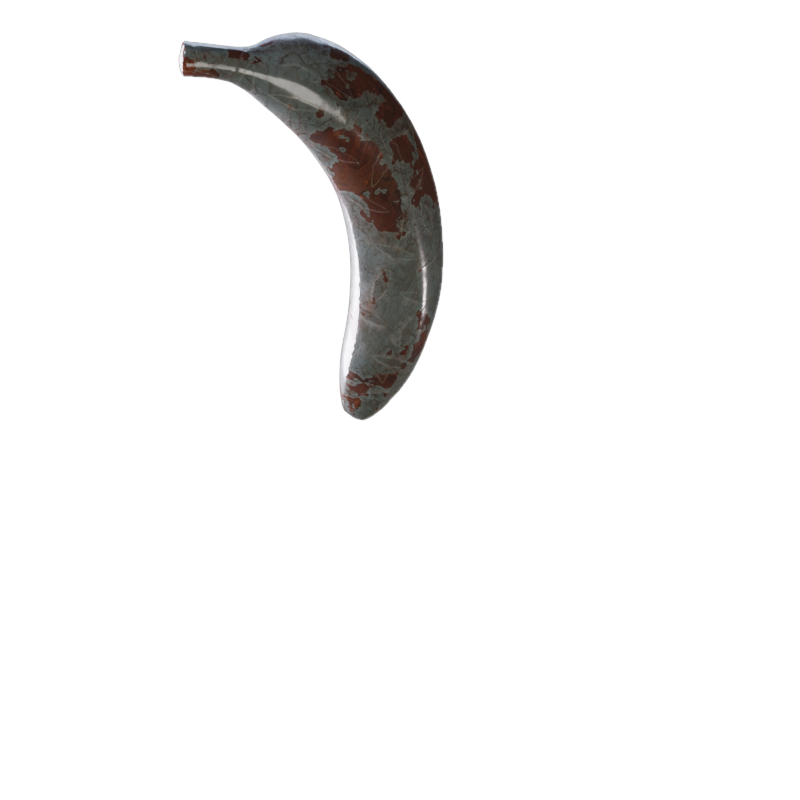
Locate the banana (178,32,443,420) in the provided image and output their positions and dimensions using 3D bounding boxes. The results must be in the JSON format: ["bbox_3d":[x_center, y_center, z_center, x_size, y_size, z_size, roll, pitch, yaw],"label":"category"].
[{"bbox_3d":[-0.018,-0.070,0.434,0.070,0.183,0.039,-14,40,11],"label":"banana"}]
